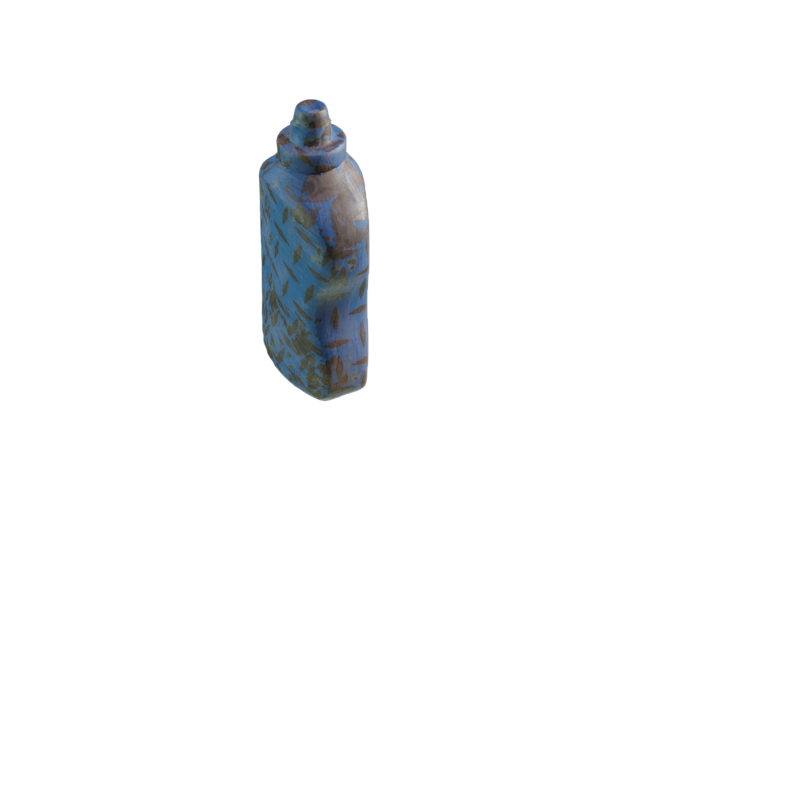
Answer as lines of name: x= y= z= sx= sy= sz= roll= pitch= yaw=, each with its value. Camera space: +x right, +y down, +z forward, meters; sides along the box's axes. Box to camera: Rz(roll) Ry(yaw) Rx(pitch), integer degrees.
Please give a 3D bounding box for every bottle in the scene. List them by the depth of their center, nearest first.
bottle: x=-0.054 y=-0.098 z=0.686 sx=0.058 sy=0.179 sz=0.104 roll=-16 pitch=43 yaw=-22
